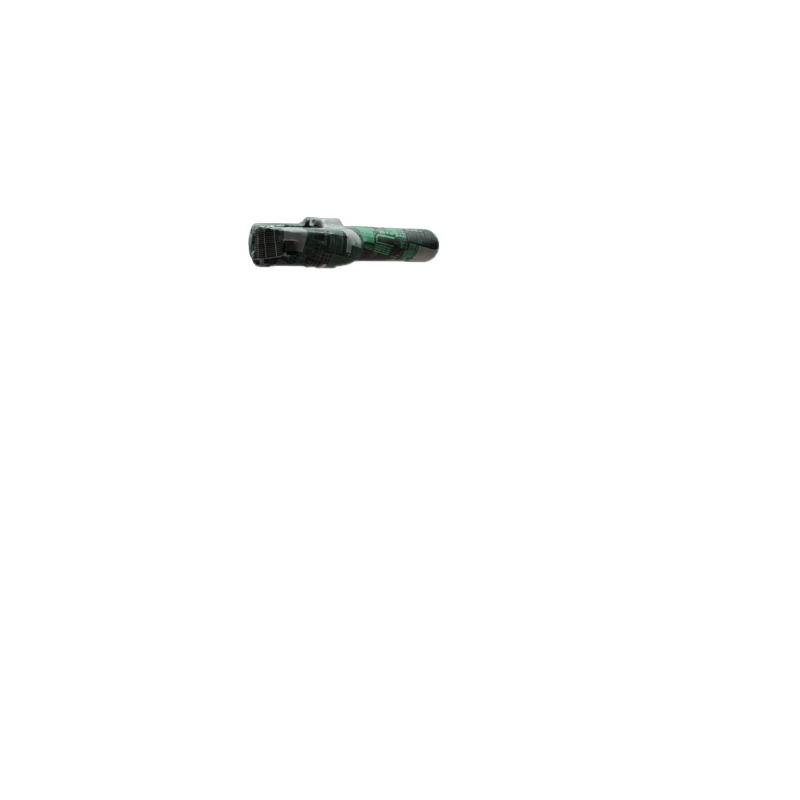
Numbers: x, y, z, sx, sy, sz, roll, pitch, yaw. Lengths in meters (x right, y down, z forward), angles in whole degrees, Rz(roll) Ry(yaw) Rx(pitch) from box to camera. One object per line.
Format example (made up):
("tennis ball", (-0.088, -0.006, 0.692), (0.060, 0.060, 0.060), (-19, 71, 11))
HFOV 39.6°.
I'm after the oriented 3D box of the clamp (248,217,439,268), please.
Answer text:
("clamp", (-0.063, -0.114, 0.801), (0.125, 0.039, 0.166), (4, 7, 35))
